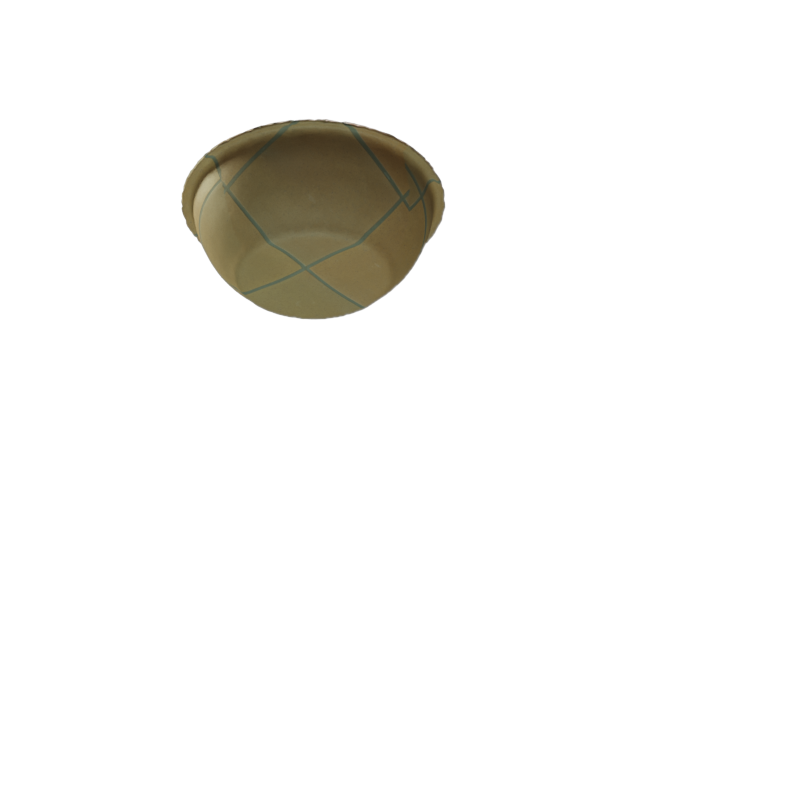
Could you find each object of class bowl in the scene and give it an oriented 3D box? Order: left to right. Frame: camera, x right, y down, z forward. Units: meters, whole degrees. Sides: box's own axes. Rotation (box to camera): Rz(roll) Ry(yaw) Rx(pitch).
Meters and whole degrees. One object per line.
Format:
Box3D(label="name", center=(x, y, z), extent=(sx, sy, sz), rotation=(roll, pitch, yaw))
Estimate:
Box3D(label="bowl", center=(-0.052, -0.095, 0.667), extent=(0.162, 0.059, 0.152), rotation=(1, -30, -2))
